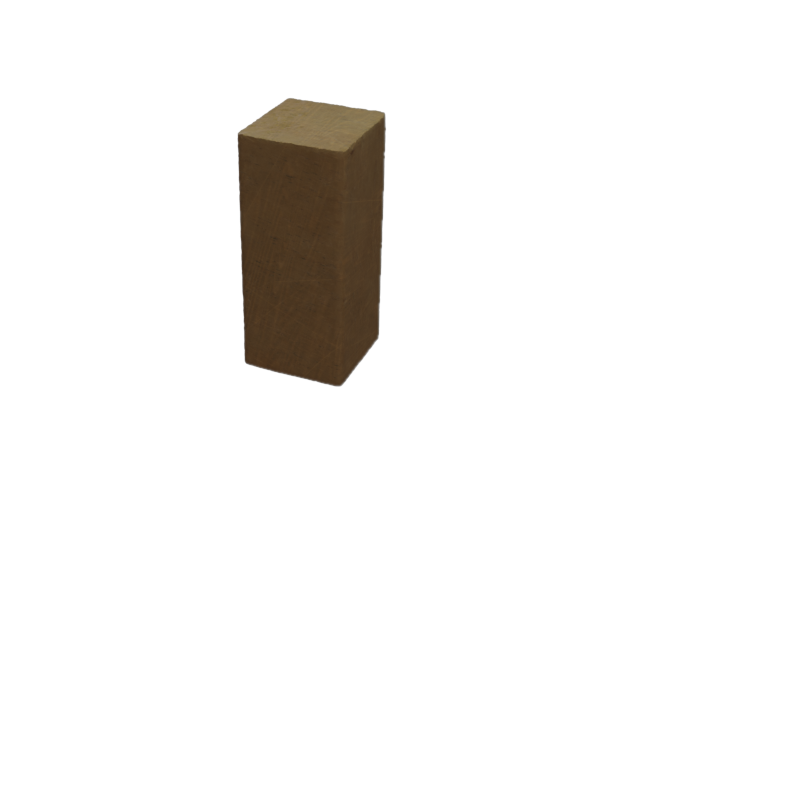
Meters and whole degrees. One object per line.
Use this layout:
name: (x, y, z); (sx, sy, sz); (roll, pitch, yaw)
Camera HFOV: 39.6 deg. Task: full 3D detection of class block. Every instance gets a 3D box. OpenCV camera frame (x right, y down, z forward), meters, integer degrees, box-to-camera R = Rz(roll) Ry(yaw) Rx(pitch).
block: (-0.070, -0.128, 0.896); (0.093, 0.194, 0.093); (13, 31, 19)
